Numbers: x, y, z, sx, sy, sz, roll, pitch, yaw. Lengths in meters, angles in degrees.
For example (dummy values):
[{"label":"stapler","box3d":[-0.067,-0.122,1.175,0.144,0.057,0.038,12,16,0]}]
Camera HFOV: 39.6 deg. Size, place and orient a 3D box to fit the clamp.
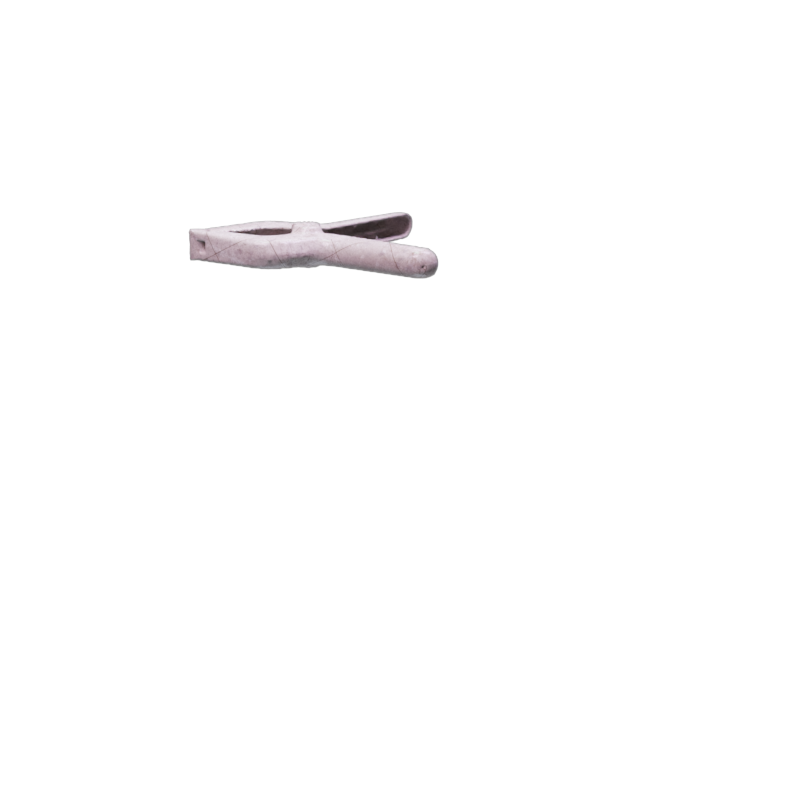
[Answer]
[{"label":"clamp","box3d":[-0.075,-0.137,0.962,0.211,0.035,0.170,1,19,2]}]
